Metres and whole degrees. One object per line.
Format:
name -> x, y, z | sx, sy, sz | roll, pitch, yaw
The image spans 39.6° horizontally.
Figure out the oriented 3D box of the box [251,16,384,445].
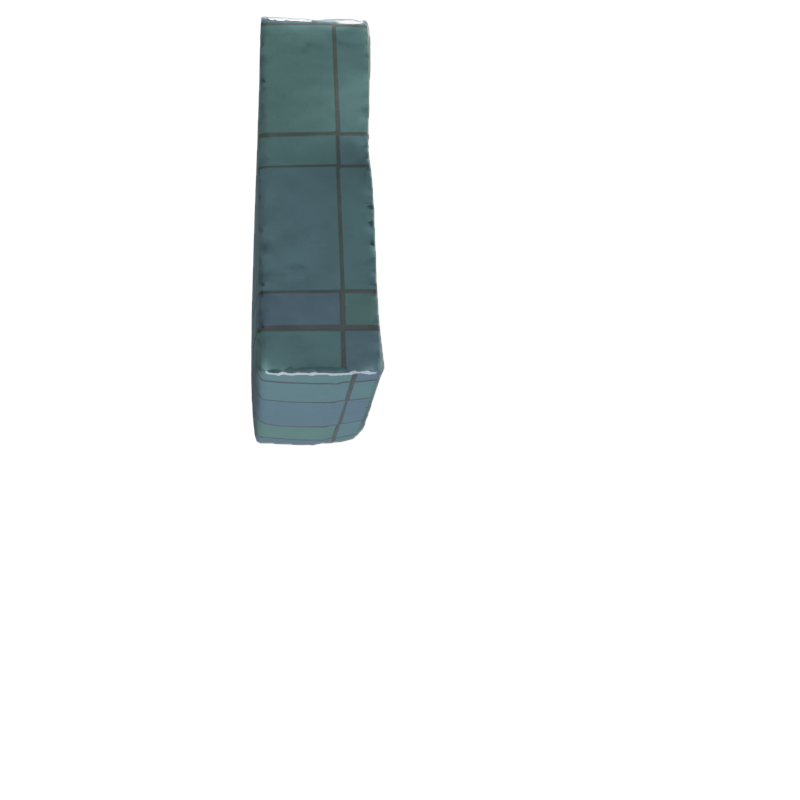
box -> -0.052, -0.095, 0.666 | 0.071, 0.225, 0.157 | 1, -20, -6
